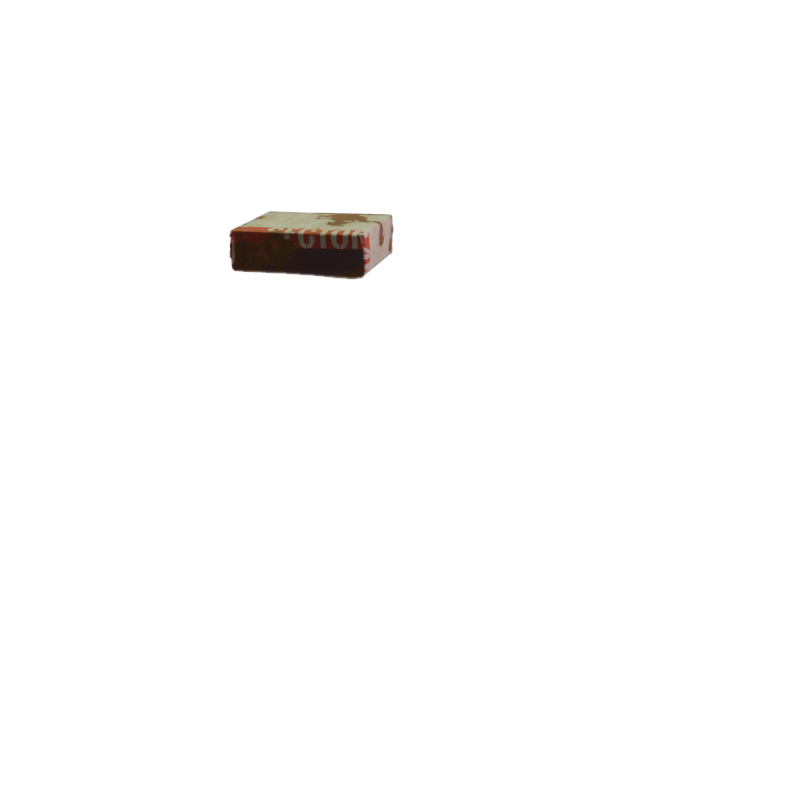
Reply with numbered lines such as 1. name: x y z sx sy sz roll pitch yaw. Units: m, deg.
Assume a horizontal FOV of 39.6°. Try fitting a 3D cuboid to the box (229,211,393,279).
1. box: -0.070 -0.128 0.899 0.116 0.037 0.091 6 20 15
